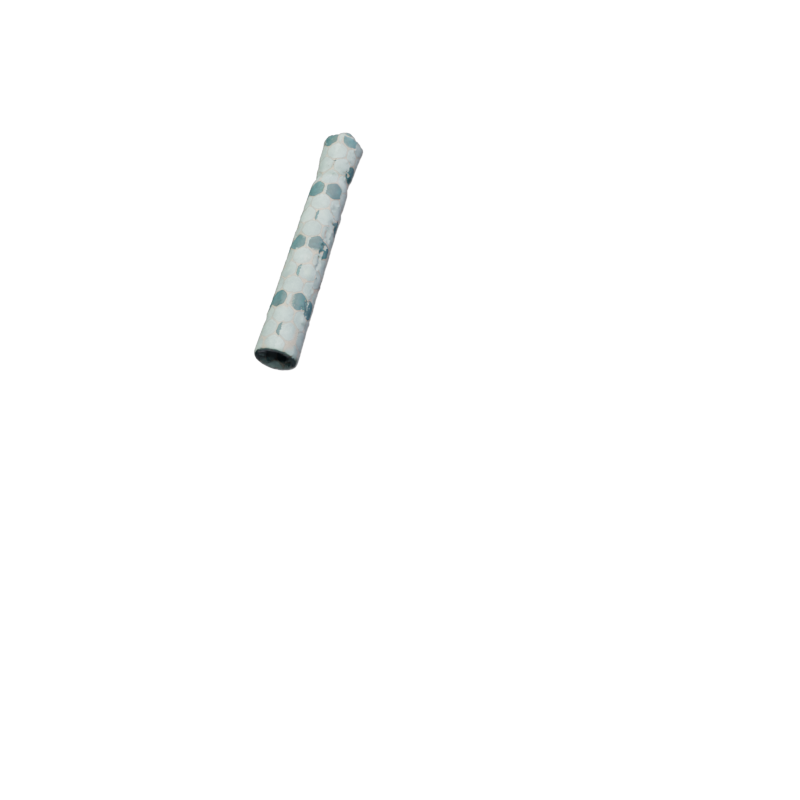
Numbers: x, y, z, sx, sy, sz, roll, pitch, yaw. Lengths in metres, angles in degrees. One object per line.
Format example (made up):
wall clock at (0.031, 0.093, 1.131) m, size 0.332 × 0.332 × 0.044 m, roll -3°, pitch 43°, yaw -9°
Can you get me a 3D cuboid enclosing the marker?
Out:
marker at (-0.038, -0.070, 0.488) m, size 0.020 × 0.127 × 0.019 m, roll 12°, pitch -31°, yaw 4°
